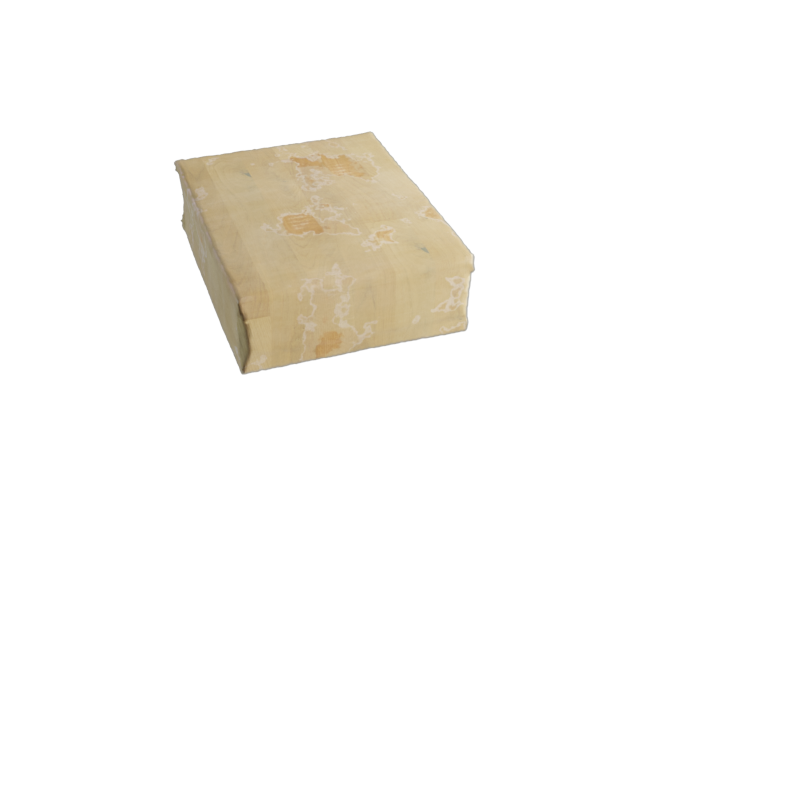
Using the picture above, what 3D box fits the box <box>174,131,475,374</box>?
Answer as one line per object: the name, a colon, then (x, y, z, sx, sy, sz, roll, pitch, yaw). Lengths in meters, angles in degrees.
box: (-0.034, -0.063, 0.440, 0.088, 0.036, 0.123, -11, 37, -16)
